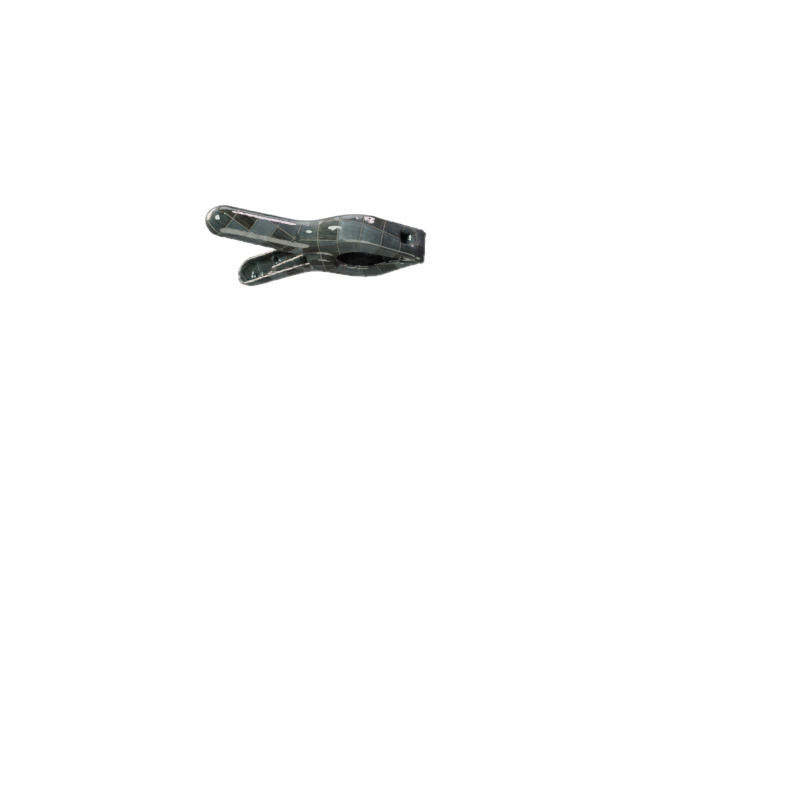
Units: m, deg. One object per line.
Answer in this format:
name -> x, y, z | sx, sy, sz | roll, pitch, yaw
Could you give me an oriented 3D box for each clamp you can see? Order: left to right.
clamp -> -0.069, -0.126, 0.881 | 0.174, 0.041, 0.113 | -4, -14, 17
